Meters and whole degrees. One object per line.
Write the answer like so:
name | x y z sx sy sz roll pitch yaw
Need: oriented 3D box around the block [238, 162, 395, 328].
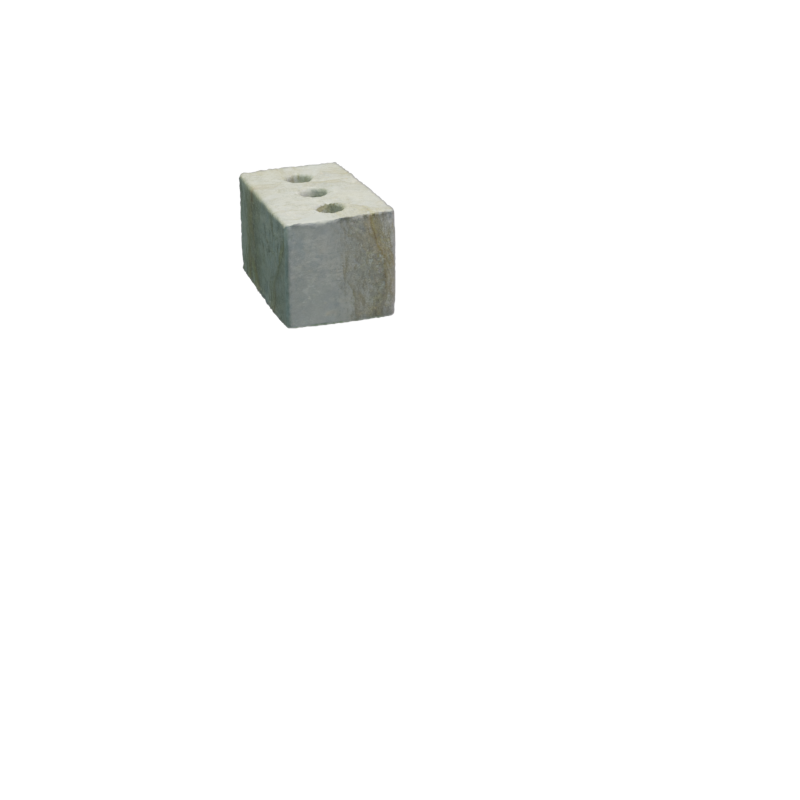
block | -0.041 -0.074 0.520 0.052 0.049 0.084 -9 28 -20
